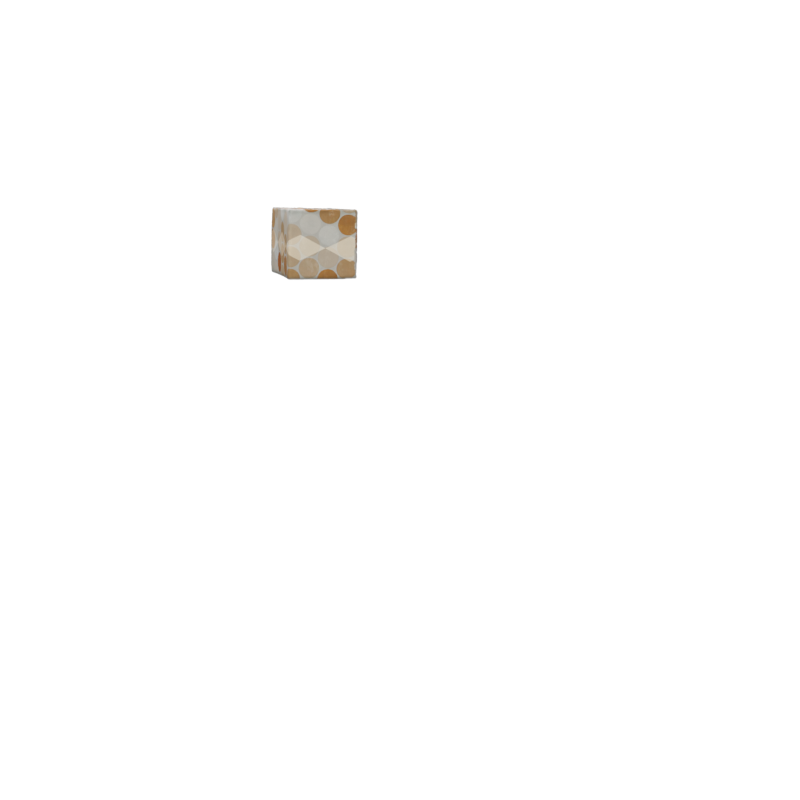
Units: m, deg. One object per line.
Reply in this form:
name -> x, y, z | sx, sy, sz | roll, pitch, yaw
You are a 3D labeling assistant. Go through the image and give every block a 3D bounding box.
block -> -0.065, -0.119, 0.834 | 0.052, 0.051, 0.080 | -2, 8, -15
